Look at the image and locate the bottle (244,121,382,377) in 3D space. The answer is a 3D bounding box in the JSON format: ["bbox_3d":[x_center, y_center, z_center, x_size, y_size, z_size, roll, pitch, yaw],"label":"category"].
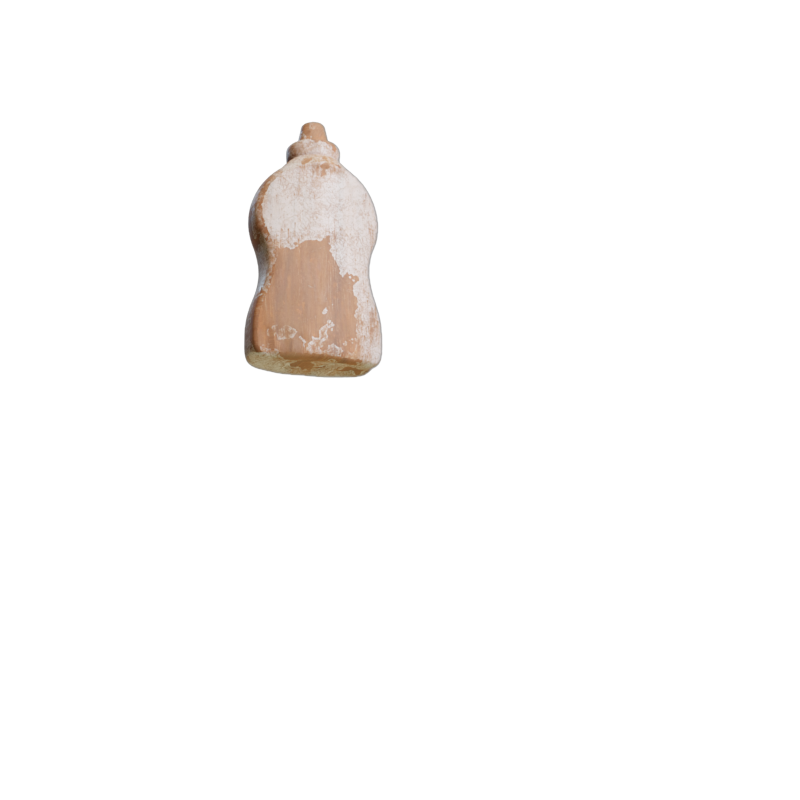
[{"bbox_3d":[-0.064,-0.116,0.813,0.094,0.201,0.057,5,-22,-16],"label":"bottle"}]
